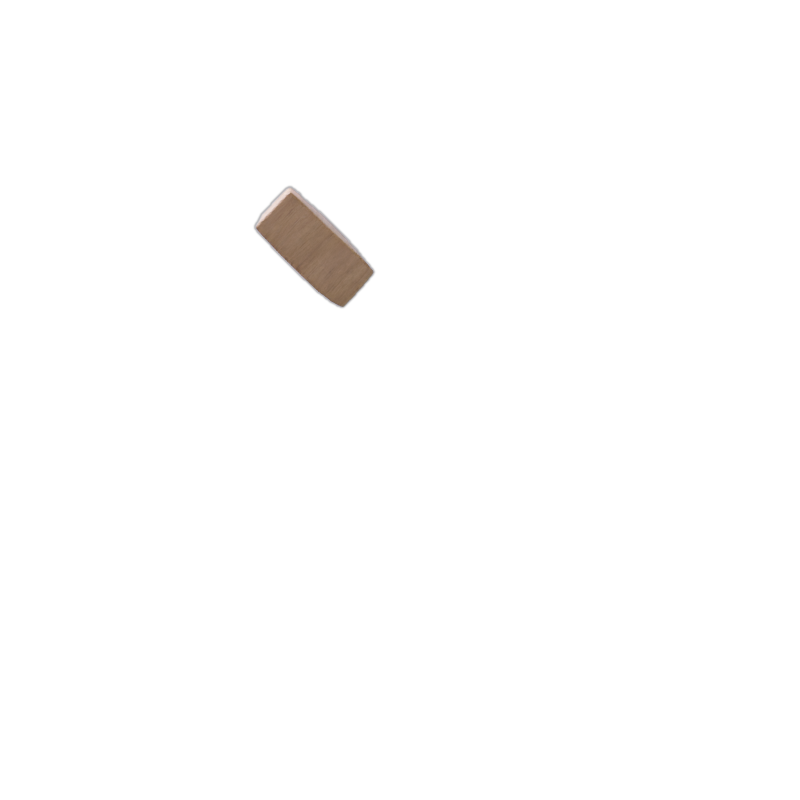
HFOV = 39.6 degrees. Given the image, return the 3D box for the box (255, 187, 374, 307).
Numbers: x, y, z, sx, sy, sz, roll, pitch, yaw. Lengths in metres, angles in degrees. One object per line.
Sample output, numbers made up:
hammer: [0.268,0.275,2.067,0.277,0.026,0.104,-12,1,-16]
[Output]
box: [-0.072,-0.132,0.924,0.091,0.048,0.181,43,7,-11]
